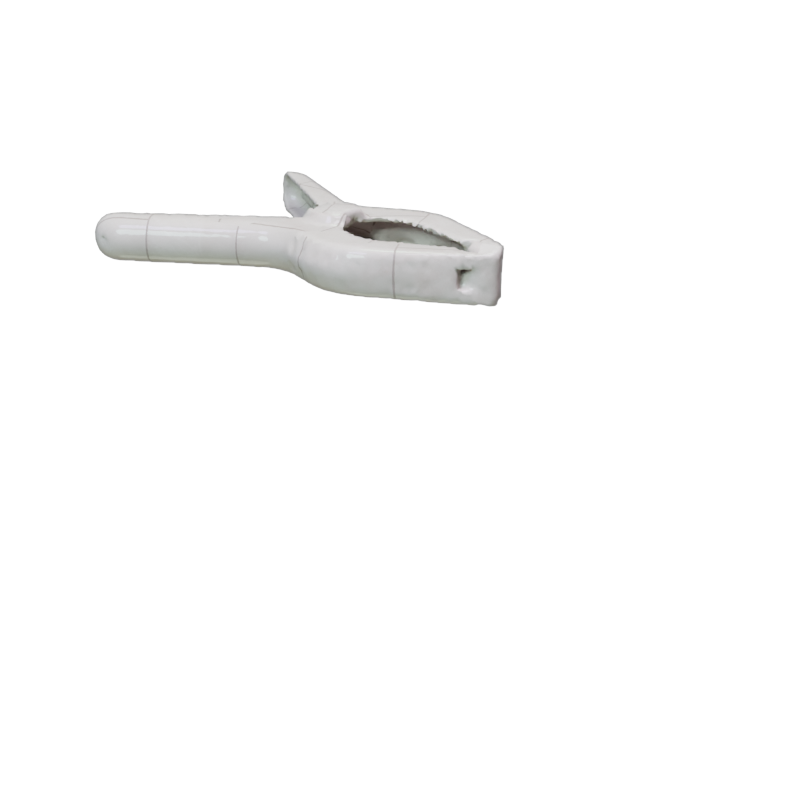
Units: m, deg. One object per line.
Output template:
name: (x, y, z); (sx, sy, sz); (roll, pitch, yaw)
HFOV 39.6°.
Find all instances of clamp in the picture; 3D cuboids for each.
clamp: (-0.046, -0.083, 0.583); (0.223, 0.035, 0.162); (21, 31, 40)
